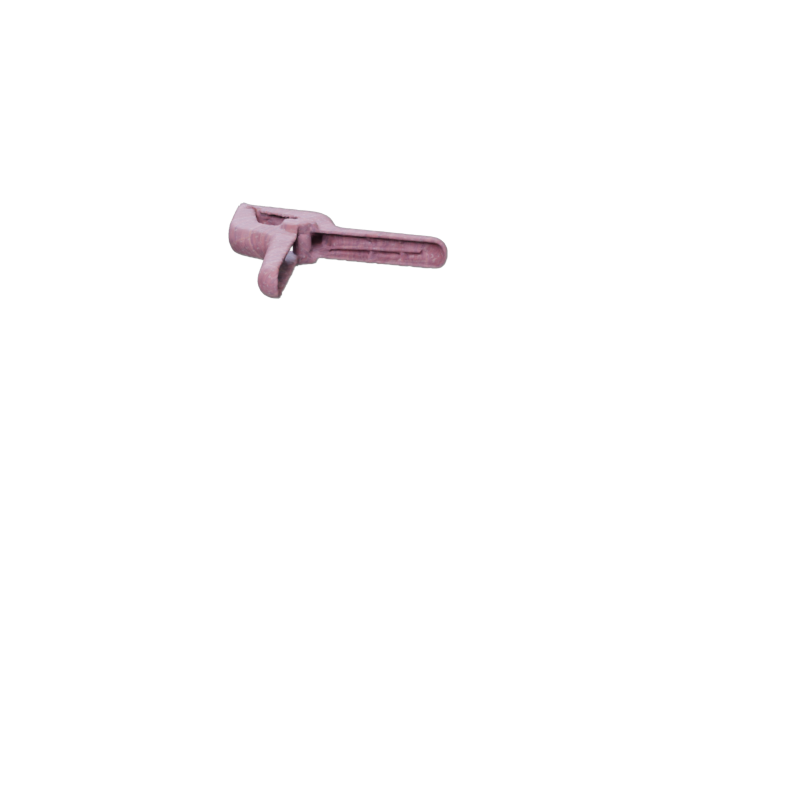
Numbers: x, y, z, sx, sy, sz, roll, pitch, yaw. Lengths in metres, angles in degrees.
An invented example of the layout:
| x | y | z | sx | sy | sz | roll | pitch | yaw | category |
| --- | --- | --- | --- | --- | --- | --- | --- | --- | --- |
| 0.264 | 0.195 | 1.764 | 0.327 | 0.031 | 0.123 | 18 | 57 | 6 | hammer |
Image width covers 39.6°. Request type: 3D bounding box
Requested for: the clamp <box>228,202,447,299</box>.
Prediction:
| x | y | z | sx | sy | sz | roll | pitch | yaw | category |
| --- | --- | --- | --- | --- | --- | --- | --- | --- | --- |
| -0.072 | -0.132 | 0.922 | 0.161 | 0.035 | 0.223 | -10 | 24 | -24 | clamp |
